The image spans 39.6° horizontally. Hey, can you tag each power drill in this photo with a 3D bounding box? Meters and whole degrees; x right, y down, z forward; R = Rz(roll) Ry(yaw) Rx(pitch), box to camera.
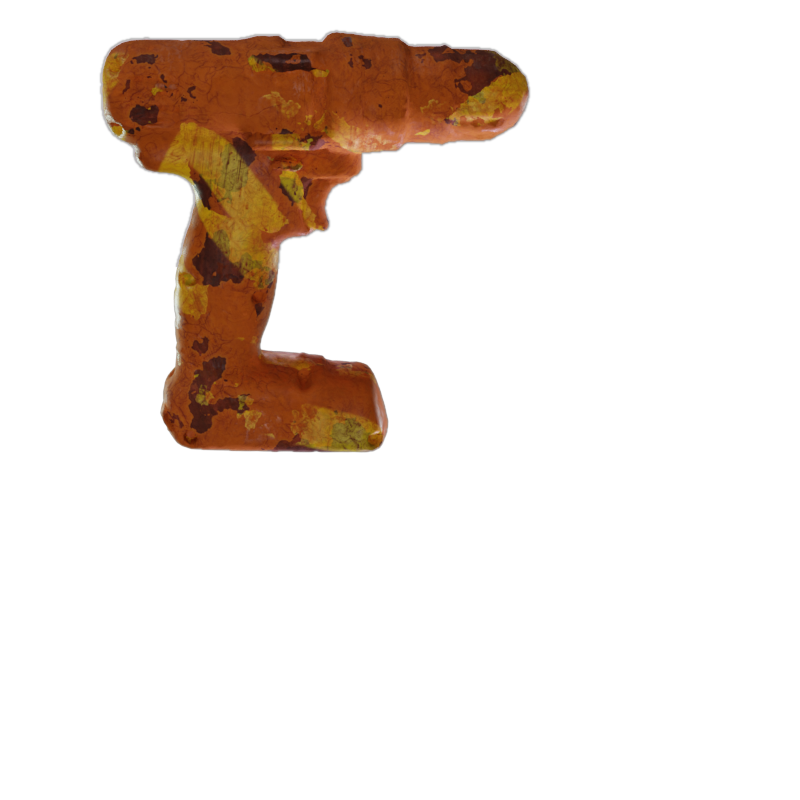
[{"bbox_3d":[-0.039,-0.072,0.501,0.184,0.181,0.060,2,16,-1],"label":"power drill"}]
